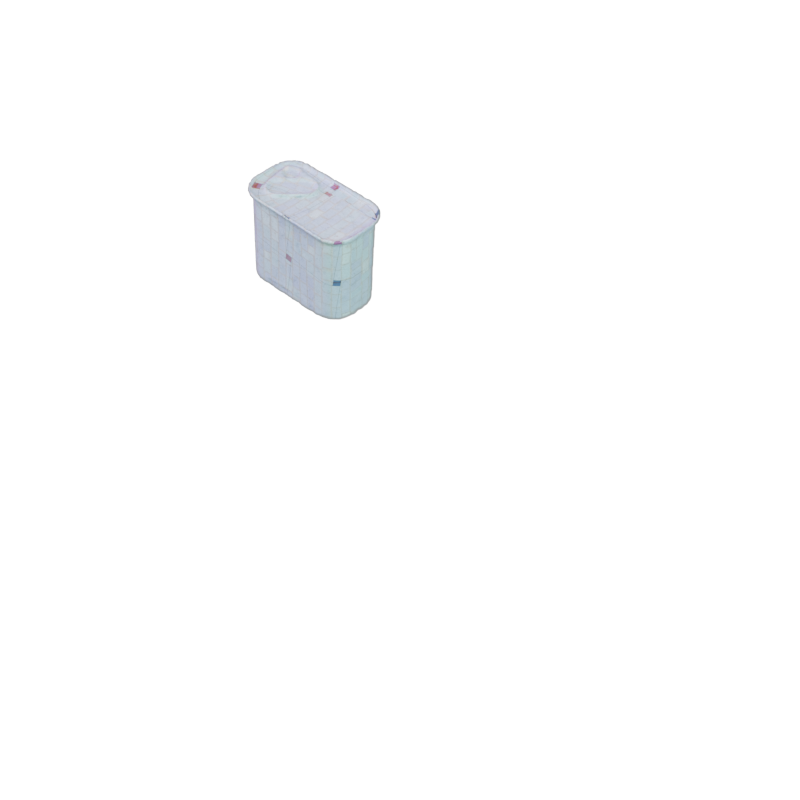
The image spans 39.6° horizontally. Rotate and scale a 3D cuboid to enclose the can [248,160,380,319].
[{"bbox_3d":[-0.066,-0.120,0.839,0.108,0.078,0.058,34,53,28],"label":"can"}]
